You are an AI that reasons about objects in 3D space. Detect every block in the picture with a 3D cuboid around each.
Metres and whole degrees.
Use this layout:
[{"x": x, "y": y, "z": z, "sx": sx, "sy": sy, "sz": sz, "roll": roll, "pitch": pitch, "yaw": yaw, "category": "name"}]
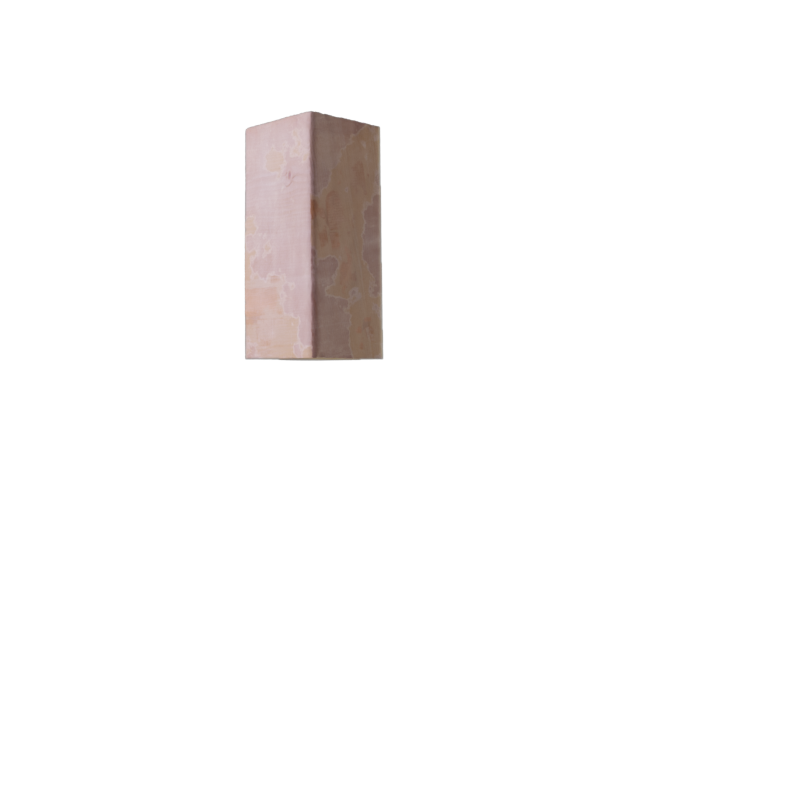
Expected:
[{"x": -0.077, "y": -0.139, "z": 0.975, "sx": 0.086, "sy": 0.210, "sz": 0.093, "roll": 6, "pitch": -8, "yaw": -45, "category": "block"}]
